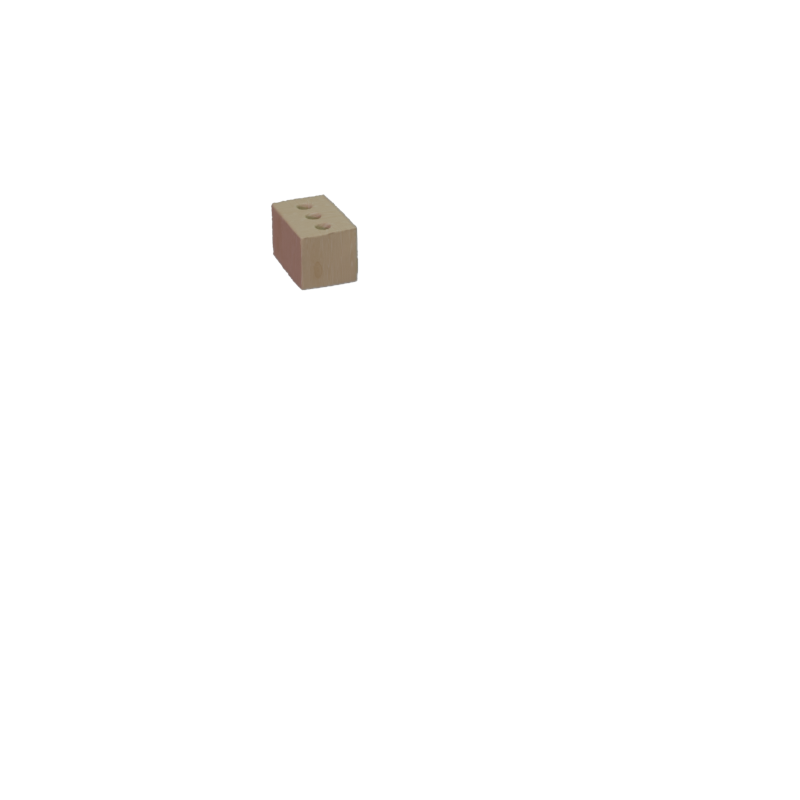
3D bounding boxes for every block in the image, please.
[{"bbox_3d":[-0.075,-0.137,0.959,0.052,0.048,0.084,-12,33,-21],"label":"block"}]
